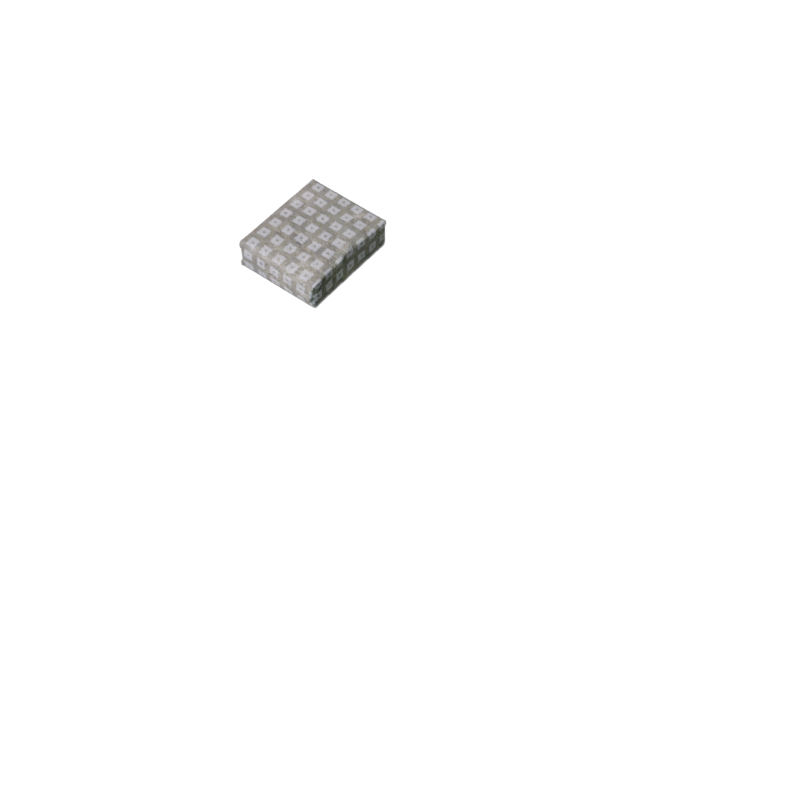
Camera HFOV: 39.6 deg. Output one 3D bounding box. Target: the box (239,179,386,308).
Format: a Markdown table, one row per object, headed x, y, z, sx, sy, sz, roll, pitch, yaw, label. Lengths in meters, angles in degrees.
| x | y | z | sx | sy | sz | roll | pitch | yaw | label |
| --- | --- | --- | --- | --- | --- | --- | --- | --- | --- |
| -0.066 | -0.119 | 0.836 | 0.077 | 0.028 | 0.091 | 31 | 56 | 23 | box |
